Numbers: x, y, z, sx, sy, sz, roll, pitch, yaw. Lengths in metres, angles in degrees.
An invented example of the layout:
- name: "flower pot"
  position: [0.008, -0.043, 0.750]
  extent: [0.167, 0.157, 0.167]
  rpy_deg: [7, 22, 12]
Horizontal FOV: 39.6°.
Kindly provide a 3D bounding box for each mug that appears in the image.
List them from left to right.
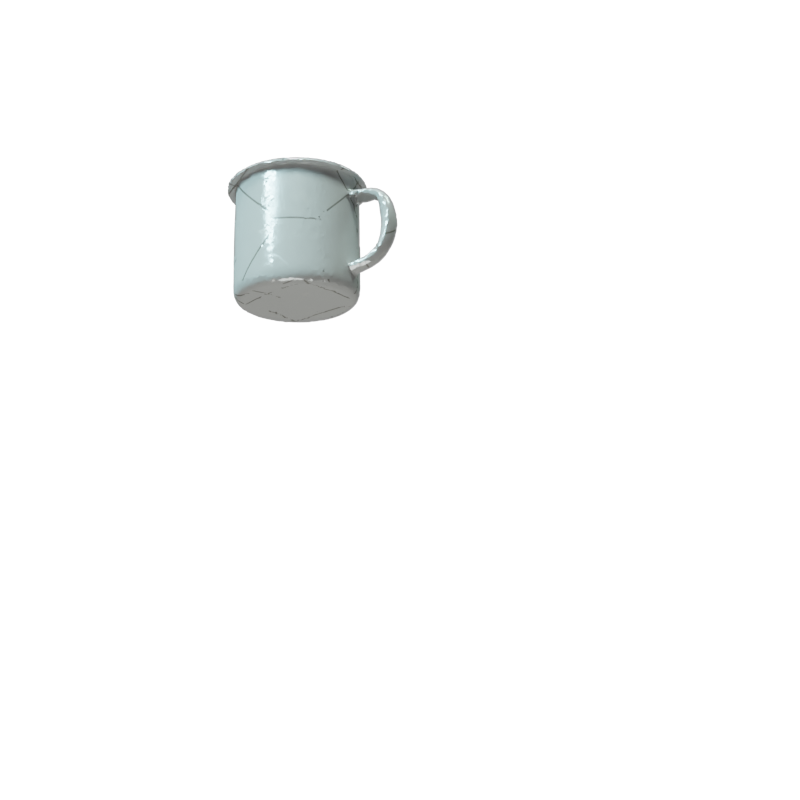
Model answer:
- name: "mug"
  position: [-0.056, -0.103, 0.719]
  extent: [0.119, 0.086, 0.087]
  rpy_deg: [-9, -22, 23]
